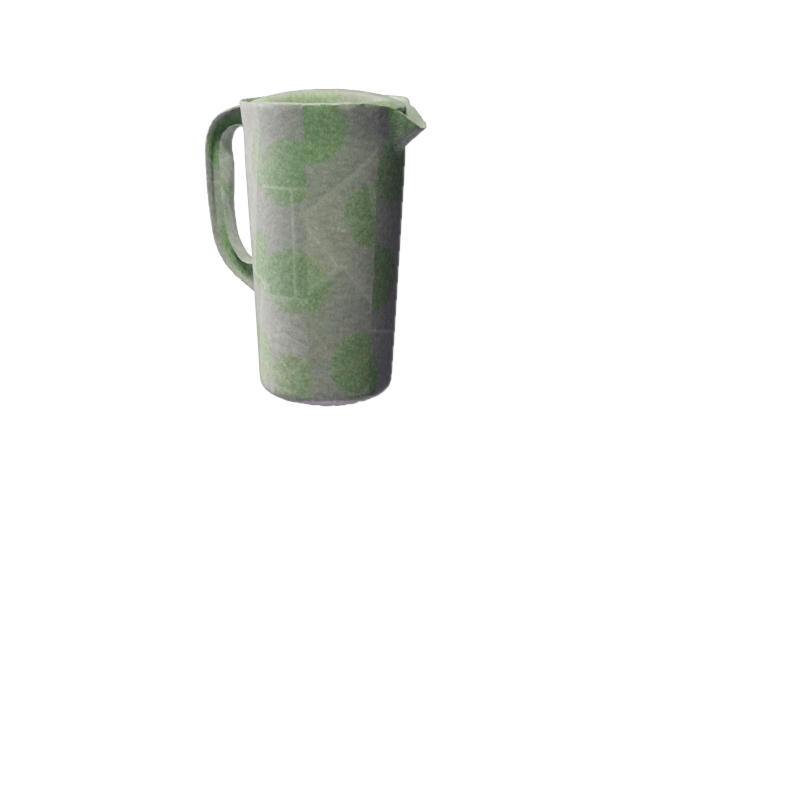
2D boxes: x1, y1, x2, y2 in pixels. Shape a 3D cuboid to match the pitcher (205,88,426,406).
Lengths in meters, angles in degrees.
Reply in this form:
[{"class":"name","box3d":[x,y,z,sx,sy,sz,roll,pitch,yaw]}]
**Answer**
[{"class":"pitcher","box3d":[-0.070,-0.127,0.889,0.142,0.236,0.157,-5,14,-22]}]
